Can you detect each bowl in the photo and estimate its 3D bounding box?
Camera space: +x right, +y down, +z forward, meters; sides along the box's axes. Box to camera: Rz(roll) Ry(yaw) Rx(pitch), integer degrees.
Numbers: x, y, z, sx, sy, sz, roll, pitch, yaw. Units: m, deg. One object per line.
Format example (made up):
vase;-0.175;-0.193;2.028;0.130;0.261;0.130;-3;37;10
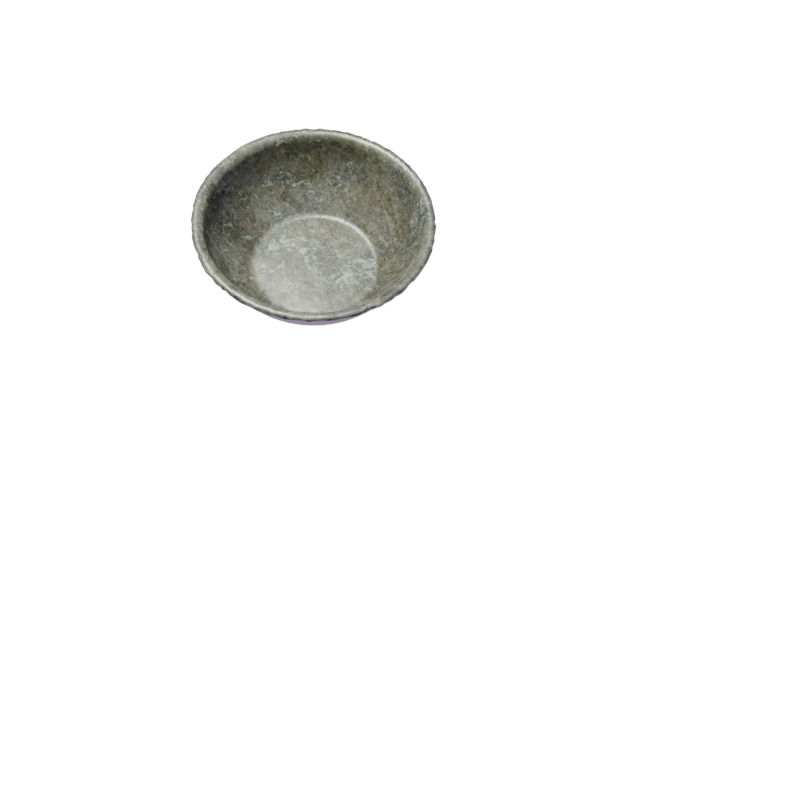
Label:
bowl;-0.059;-0.107;0.750;0.162;0.173;0.051;-1;-35;-1
